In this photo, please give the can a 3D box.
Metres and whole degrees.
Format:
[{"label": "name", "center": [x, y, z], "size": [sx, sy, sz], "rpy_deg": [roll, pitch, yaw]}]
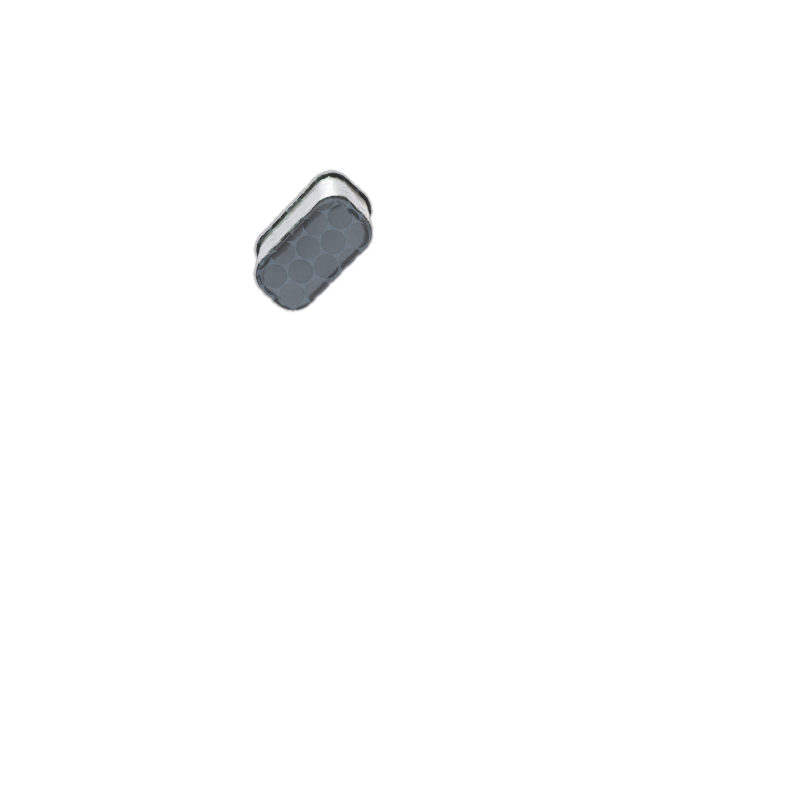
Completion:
[{"label": "can", "center": [-0.068, -0.124, 0.870], "size": [0.056, 0.101, 0.087], "rpy_deg": [42, 11, -15]}]
